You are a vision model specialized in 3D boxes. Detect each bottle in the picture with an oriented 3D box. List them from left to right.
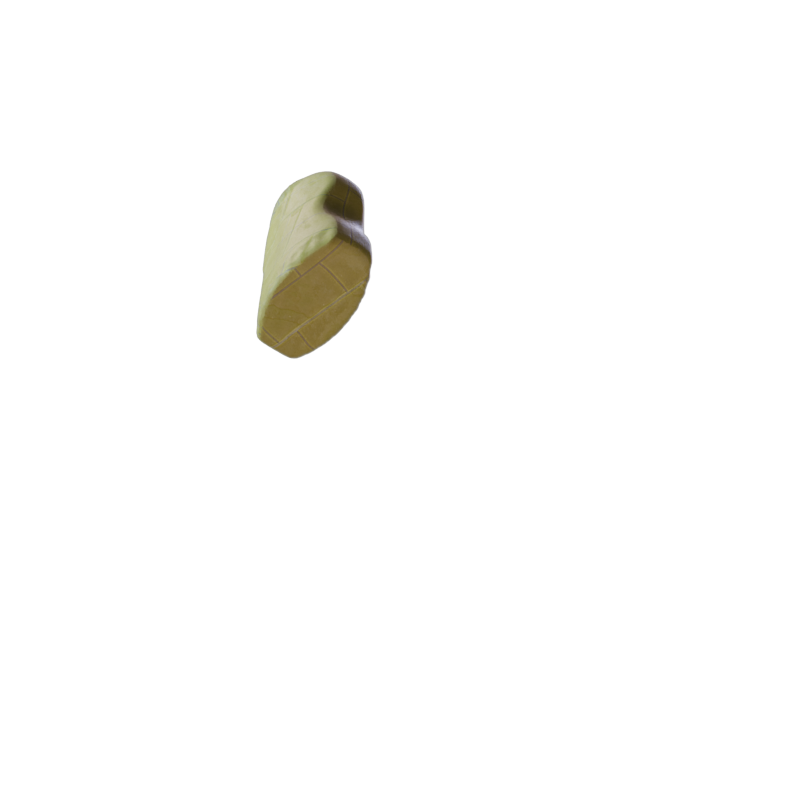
[{"bbox_3d":[-0.064,-0.116,0.814,0.056,0.094,0.204,30,25,-20],"label":"bottle"}]
